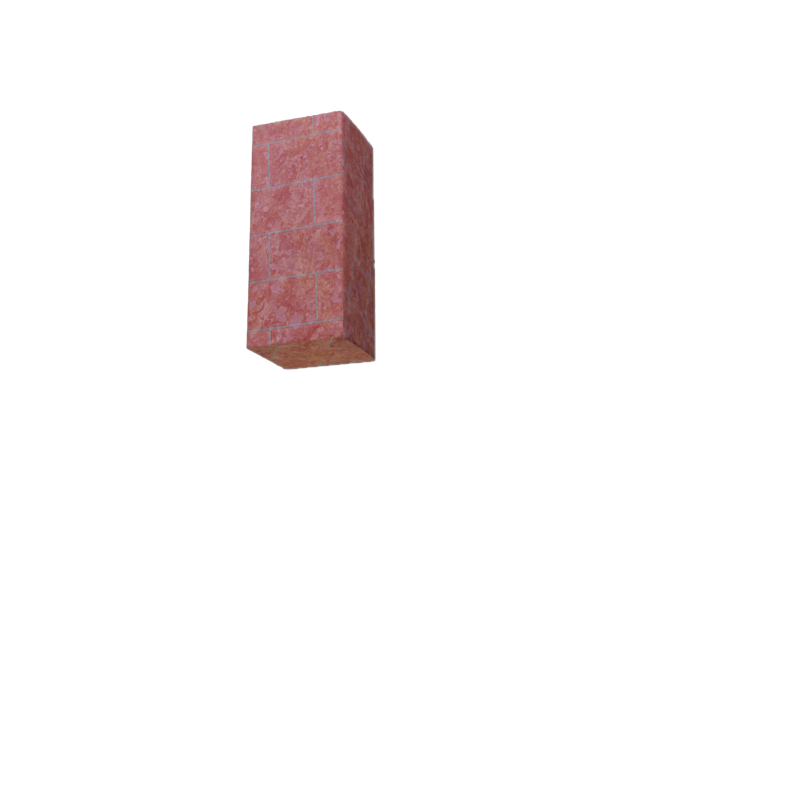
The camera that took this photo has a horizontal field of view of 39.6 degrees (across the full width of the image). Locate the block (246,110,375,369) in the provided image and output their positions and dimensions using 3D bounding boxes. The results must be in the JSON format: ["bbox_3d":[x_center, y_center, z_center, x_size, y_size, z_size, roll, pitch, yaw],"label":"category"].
[{"bbox_3d":[-0.077,-0.141,0.987,0.092,0.216,0.085,-8,-19,18],"label":"block"}]
